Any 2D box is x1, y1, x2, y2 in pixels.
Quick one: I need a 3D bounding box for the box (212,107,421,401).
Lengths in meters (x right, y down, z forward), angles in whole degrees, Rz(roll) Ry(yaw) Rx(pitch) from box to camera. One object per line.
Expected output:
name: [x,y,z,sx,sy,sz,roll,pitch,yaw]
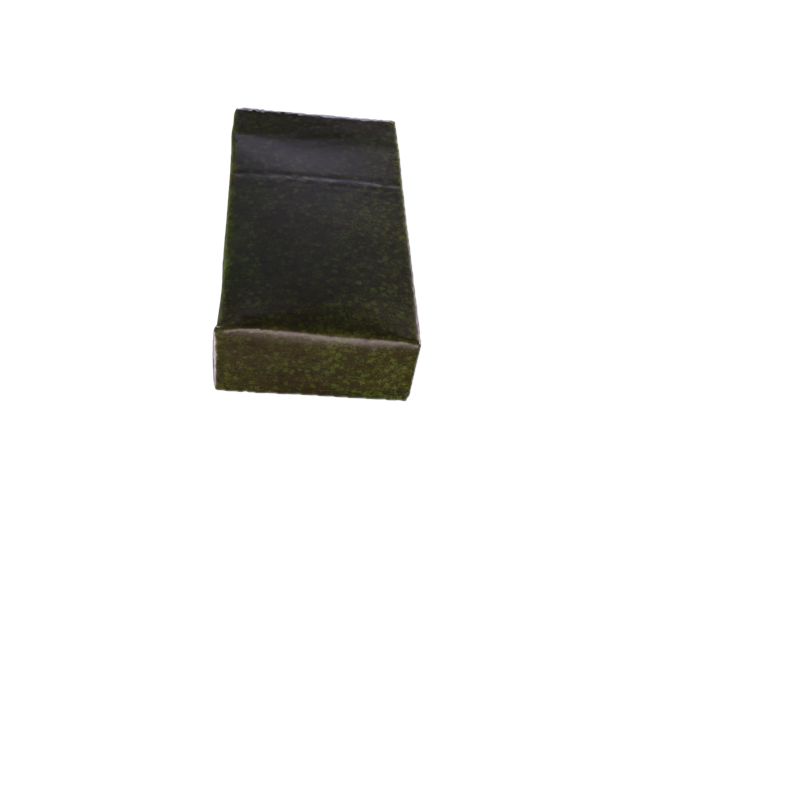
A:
box: [-0.044,-0.080,0.564,0.093,0.045,0.189,3,42,-6]
